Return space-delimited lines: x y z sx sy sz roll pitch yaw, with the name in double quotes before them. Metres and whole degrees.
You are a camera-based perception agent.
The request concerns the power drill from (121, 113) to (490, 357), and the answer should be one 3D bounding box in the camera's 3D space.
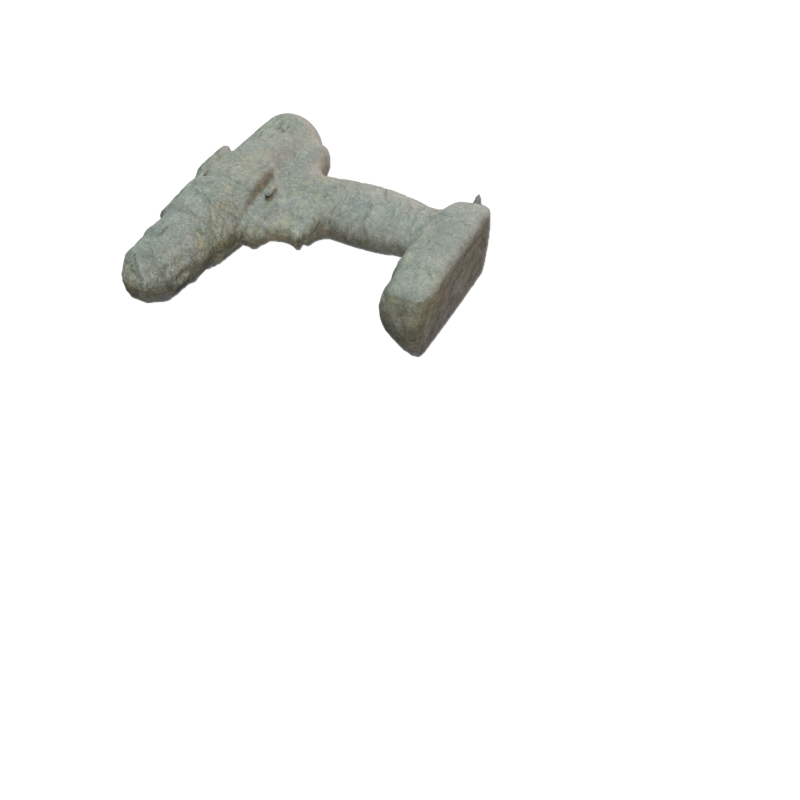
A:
"power drill" -0.054 -0.098 0.685 0.196 0.053 0.190 24 52 20
